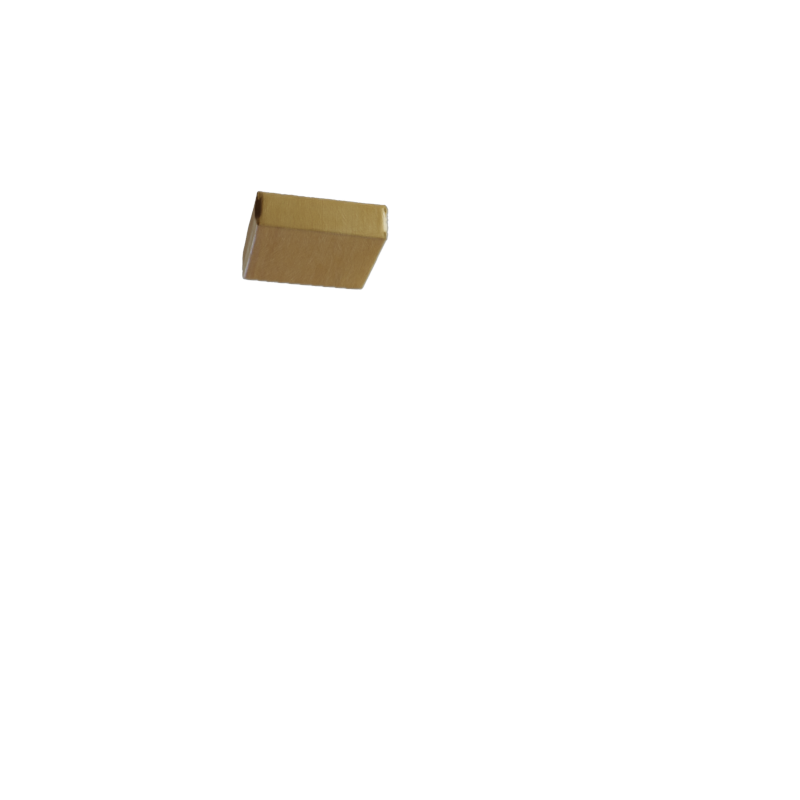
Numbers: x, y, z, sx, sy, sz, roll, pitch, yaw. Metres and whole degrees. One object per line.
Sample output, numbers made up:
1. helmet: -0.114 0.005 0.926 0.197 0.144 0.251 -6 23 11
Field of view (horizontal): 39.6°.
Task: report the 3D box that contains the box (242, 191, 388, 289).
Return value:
1. box: -0.059 -0.107 0.750 0.088 0.032 0.070 5 -26 -10
